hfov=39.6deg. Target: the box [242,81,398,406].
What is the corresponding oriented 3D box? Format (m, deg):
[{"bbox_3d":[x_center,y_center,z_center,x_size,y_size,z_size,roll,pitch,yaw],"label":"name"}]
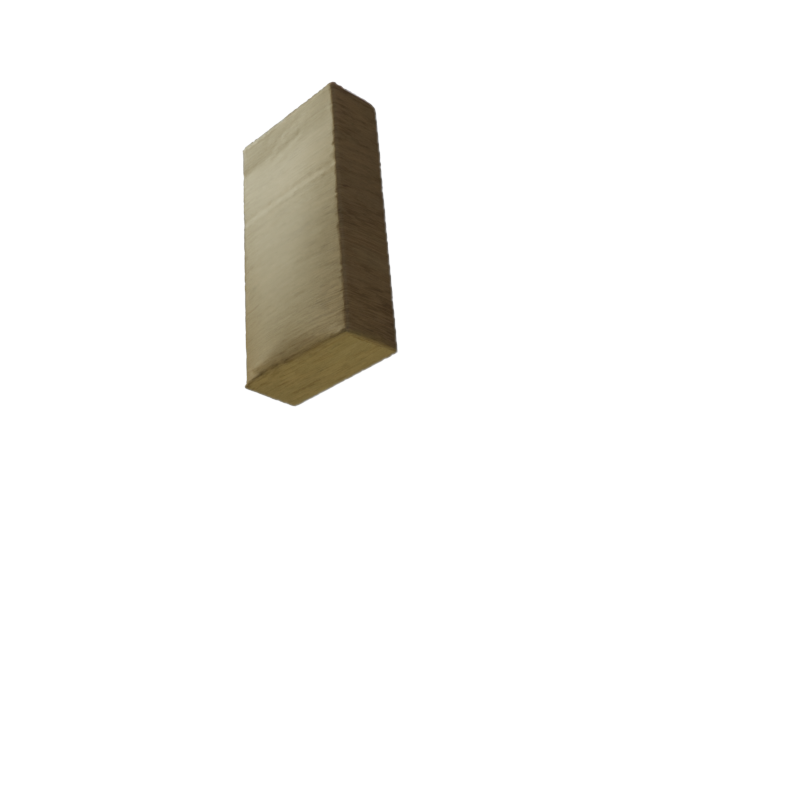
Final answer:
[{"bbox_3d":[-0.052,-0.096,0.670,0.045,0.188,0.093,25,-40,-38],"label":"box"}]
